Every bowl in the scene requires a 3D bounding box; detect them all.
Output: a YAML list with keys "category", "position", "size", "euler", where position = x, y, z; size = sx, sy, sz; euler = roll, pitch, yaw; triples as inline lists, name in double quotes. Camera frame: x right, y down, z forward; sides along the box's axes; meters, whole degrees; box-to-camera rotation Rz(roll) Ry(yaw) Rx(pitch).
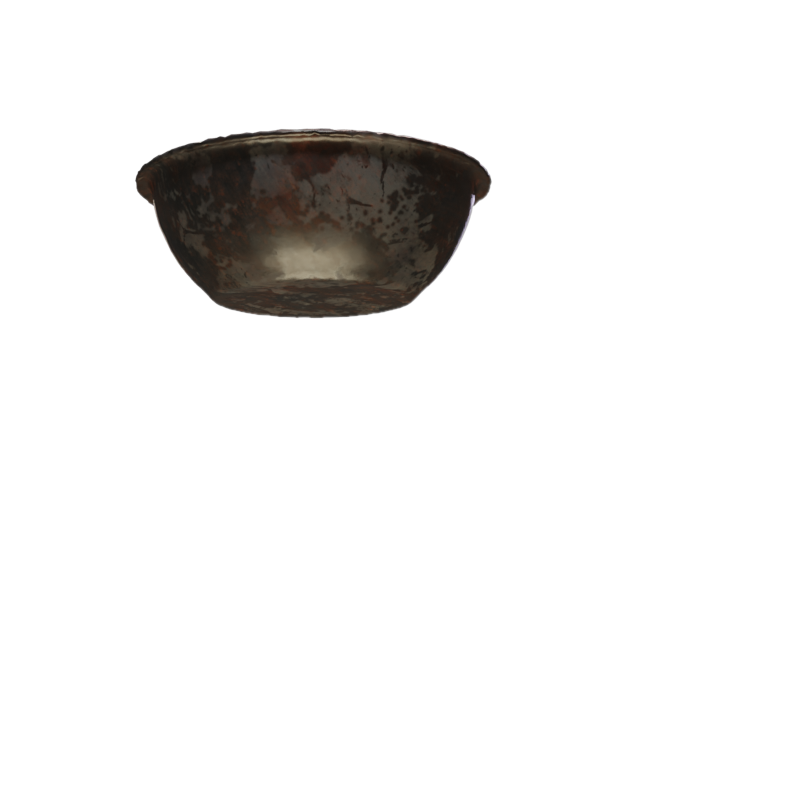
- category: "bowl"
  position: [-0.039, -0.072, 0.503]
  size: [0.162, 0.056, 0.158]
  euler: [0, -7, -2]
